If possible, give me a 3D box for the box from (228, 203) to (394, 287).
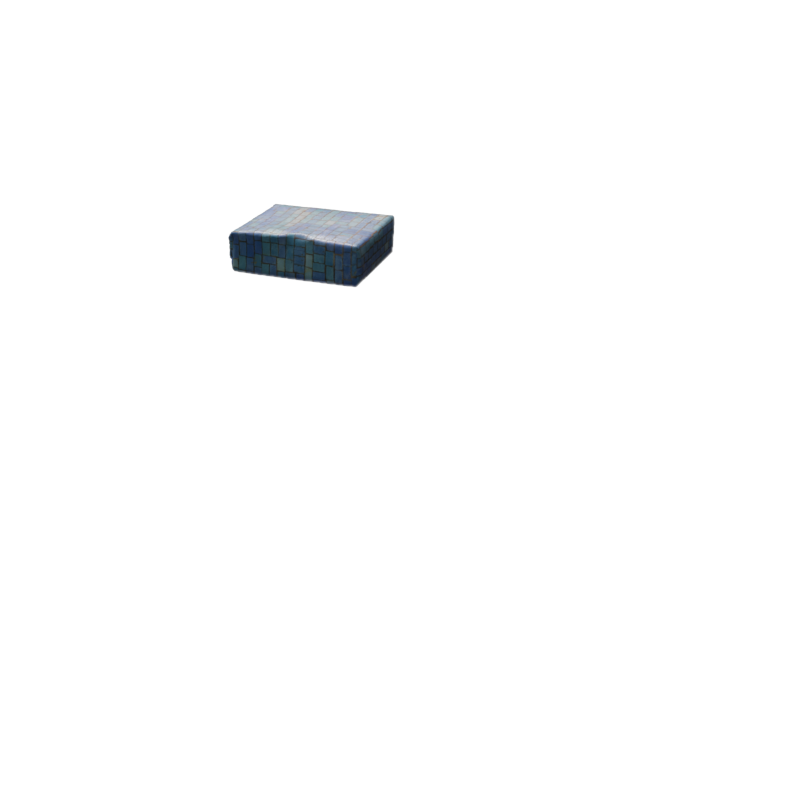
[{"bbox_3d":[-0.057,-0.103,0.724,0.092,0.029,0.074,9,25,18],"label":"box"}]
